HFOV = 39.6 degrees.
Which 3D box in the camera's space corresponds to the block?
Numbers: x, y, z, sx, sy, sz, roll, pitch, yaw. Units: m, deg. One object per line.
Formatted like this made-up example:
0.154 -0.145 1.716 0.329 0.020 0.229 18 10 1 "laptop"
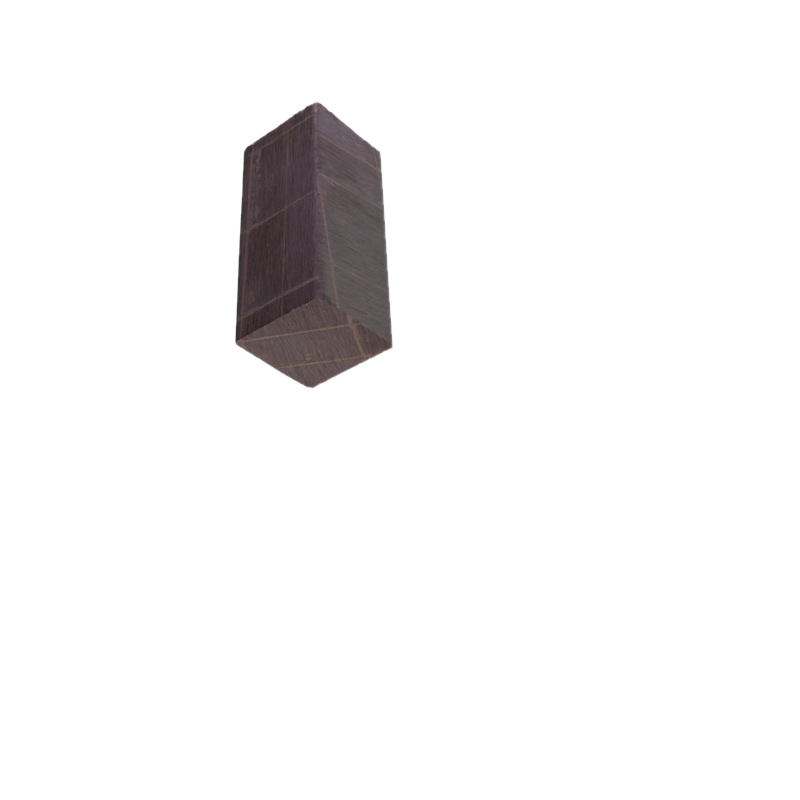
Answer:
-0.072 -0.130 0.909 0.091 0.221 0.084 -28 -43 30 "block"
